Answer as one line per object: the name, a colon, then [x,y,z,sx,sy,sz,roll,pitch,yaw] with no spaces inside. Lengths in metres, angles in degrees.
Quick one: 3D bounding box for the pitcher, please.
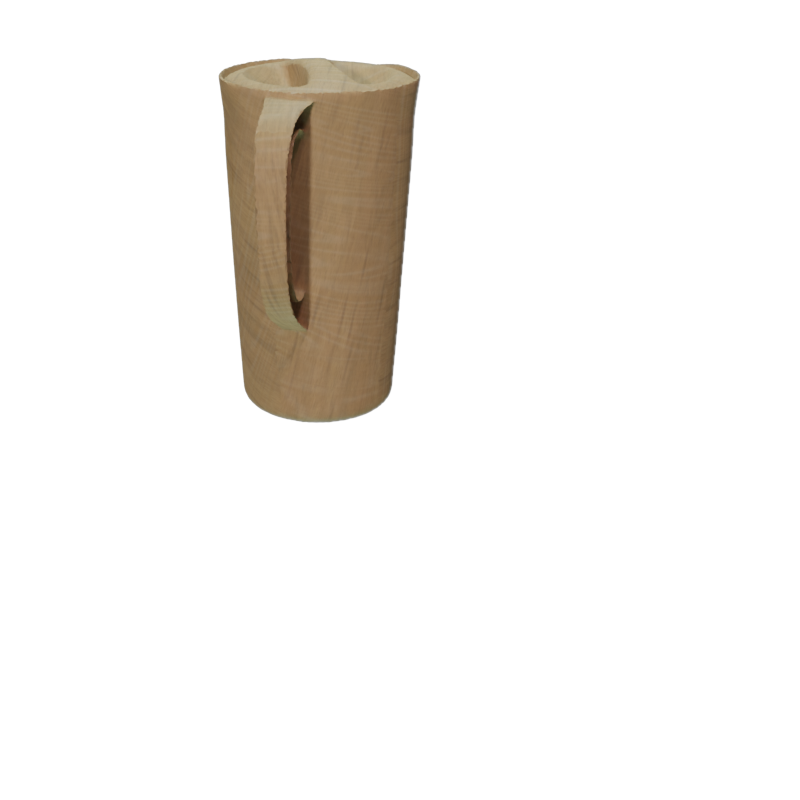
pitcher: [-0.060,-0.109,0.761,0.146,0.233,0.155,-12,24,-30]
